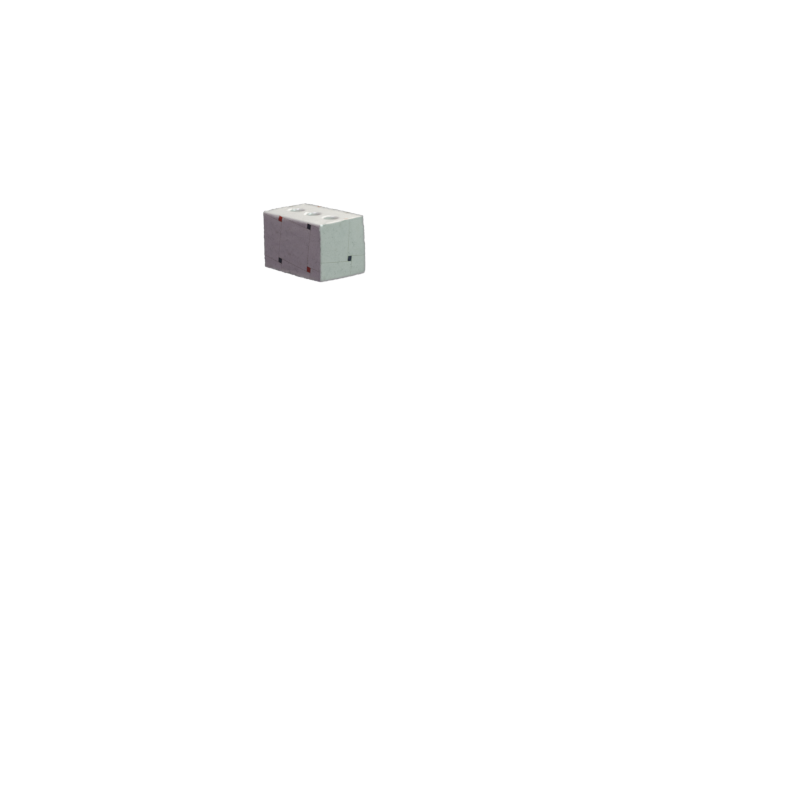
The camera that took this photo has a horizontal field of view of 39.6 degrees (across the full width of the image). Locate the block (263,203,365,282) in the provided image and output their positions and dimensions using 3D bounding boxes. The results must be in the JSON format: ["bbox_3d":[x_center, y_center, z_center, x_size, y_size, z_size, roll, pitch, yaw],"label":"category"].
[{"bbox_3d":[-0.075,-0.137,0.961,0.052,0.049,0.082,-16,24,-42],"label":"block"}]
